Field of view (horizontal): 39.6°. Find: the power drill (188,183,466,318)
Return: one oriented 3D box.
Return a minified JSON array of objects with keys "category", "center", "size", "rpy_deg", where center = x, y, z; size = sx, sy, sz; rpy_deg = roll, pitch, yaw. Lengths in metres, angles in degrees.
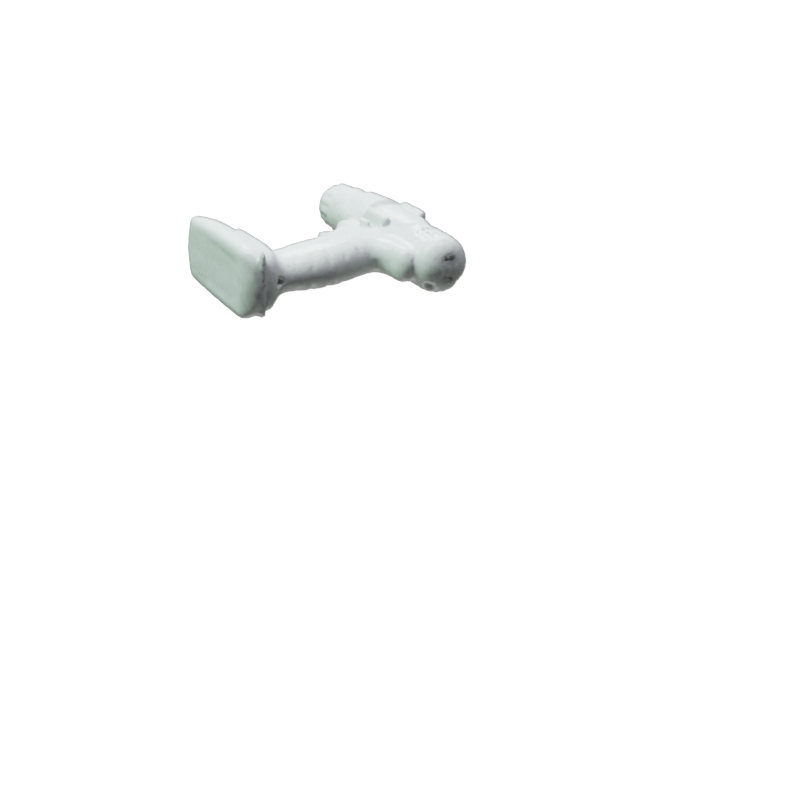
[{"category":"power drill","center":[-0.069,-0.126,0.881],"size":[0.184,0.055,0.197],"rpy_deg":[-15,29,-28]}]
